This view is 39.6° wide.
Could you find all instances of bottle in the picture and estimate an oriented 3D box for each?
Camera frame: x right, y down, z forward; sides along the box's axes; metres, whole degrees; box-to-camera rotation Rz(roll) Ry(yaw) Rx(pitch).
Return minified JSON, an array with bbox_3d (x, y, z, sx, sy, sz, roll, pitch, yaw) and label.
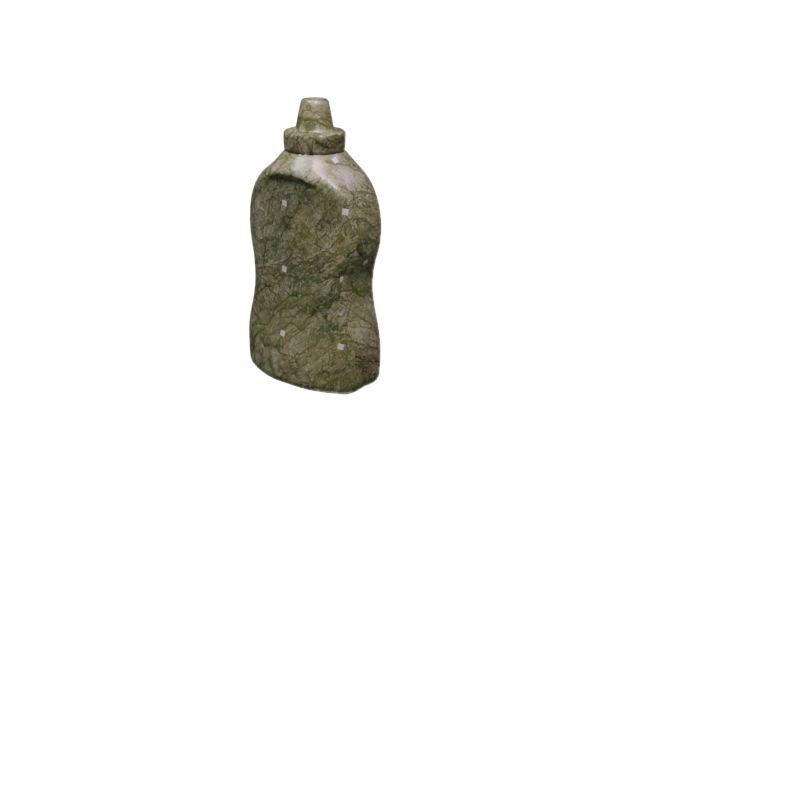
[{"bbox_3d":[-0.058,-0.106,0.743,0.101,0.184,0.057,15,22,37],"label":"bottle"}]
